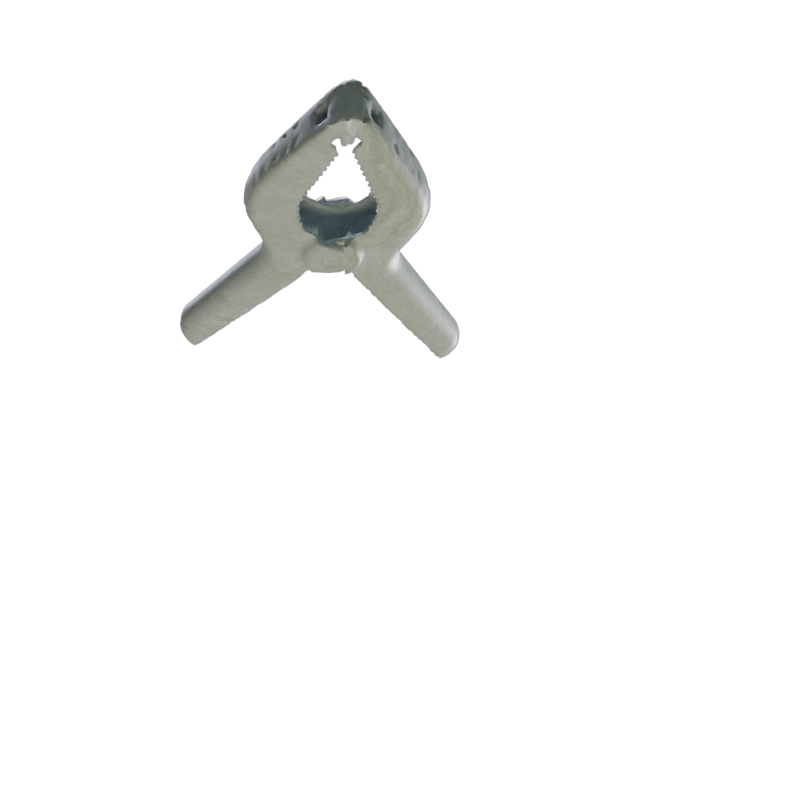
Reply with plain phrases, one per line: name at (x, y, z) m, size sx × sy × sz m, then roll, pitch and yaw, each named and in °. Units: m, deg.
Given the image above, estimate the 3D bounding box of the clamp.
clamp at (-0.046, -0.085, 0.592) m, size 0.165 × 0.039 × 0.196 m, roll 0°, pitch -33°, yaw 1°
